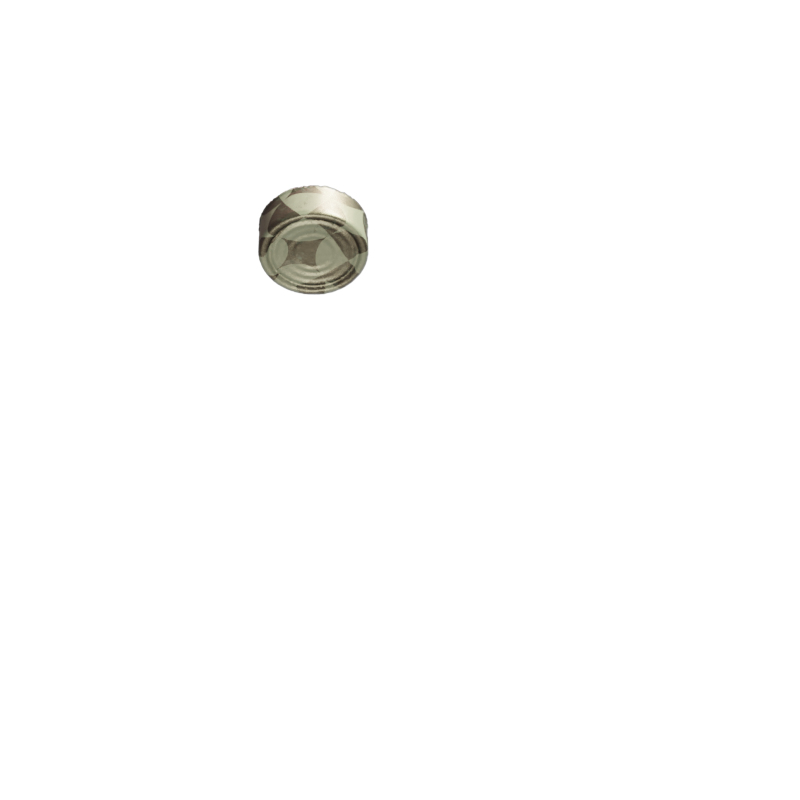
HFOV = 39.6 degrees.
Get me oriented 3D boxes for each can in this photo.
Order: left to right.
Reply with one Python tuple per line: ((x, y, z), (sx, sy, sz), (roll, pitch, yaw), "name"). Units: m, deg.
((-0.067, -0.122, 0.855), (0.086, 0.080, 0.036), (1, 45, -1), "can")
